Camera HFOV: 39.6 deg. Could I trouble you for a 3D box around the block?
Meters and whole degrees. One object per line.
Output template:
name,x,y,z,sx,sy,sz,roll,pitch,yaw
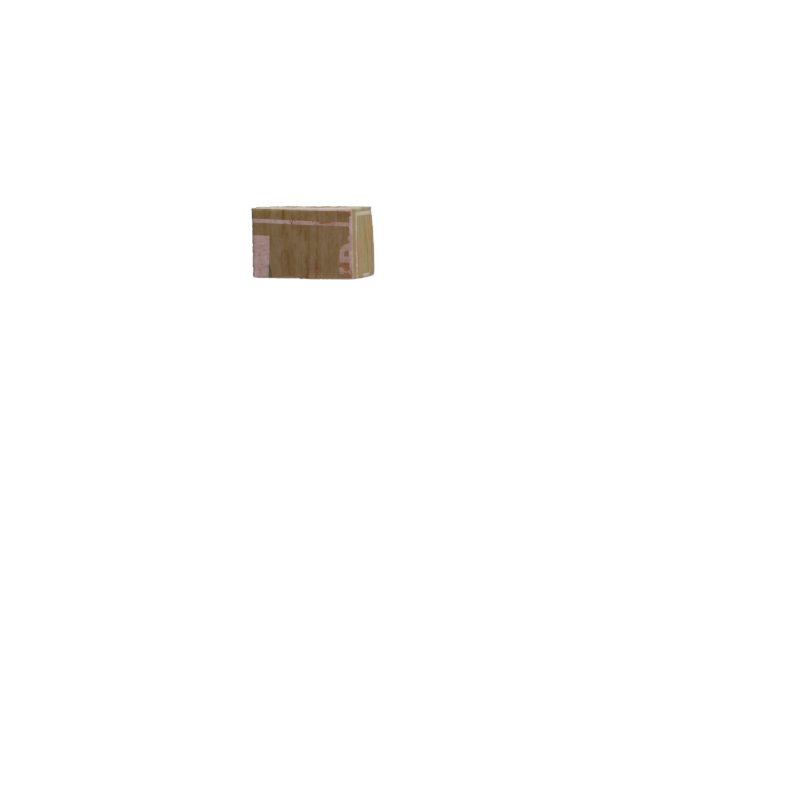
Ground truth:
block,-0.063,-0.114,0.802,0.080,0.051,0.052,3,7,18
